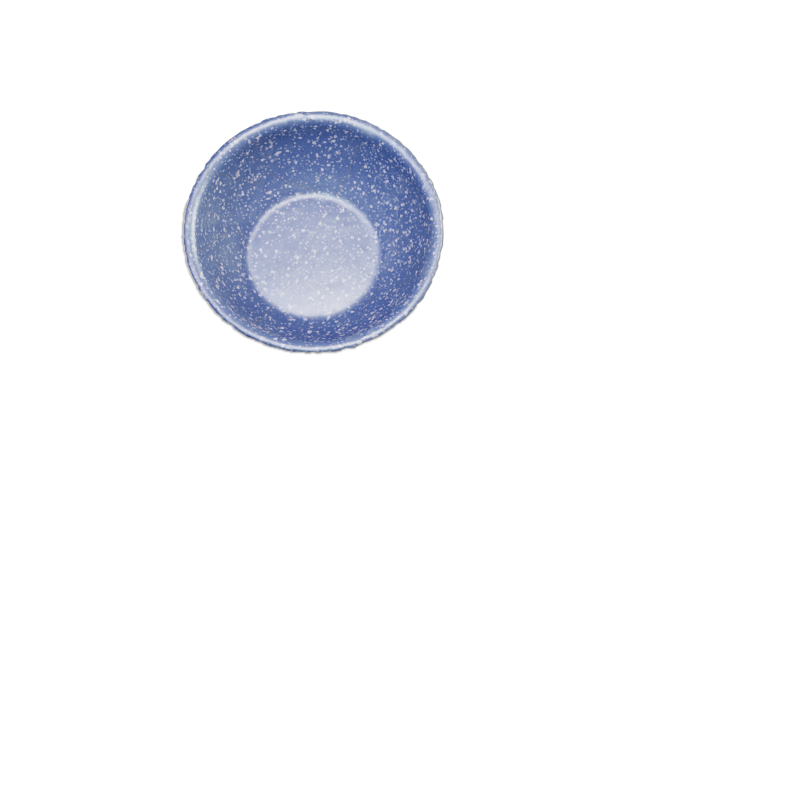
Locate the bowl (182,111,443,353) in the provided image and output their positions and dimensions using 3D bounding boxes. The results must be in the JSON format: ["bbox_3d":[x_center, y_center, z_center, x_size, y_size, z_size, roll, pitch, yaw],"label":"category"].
[{"bbox_3d":[-0.055,-0.101,0.708,0.162,0.170,0.052,-1,-20,-1],"label":"bowl"}]
